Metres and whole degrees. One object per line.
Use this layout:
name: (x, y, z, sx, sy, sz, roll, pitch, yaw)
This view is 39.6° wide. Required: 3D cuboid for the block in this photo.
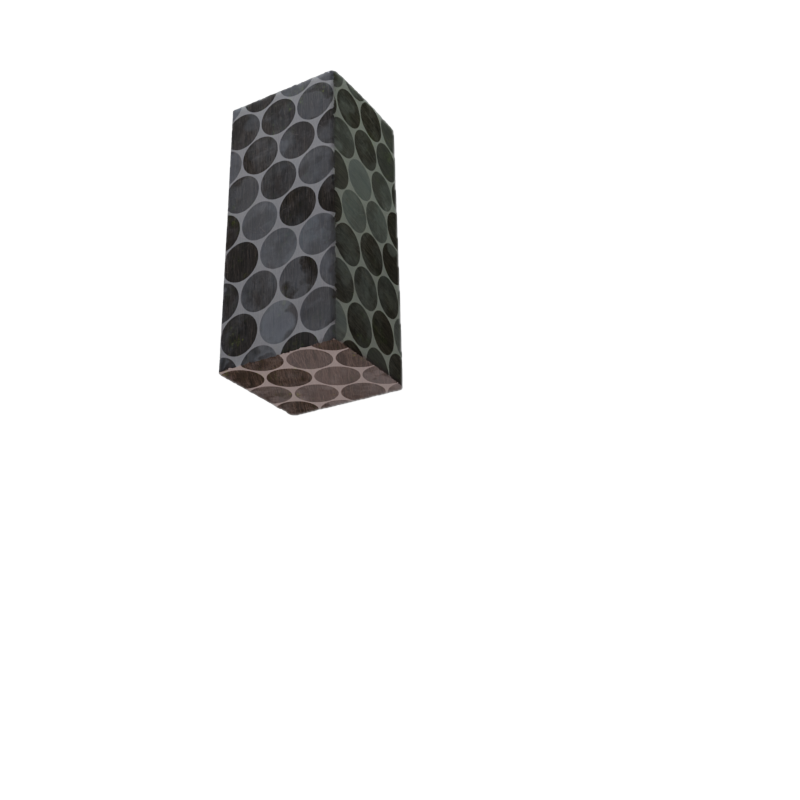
block: (-0.059, -0.108, 0.759, 0.092, 0.219, 0.084, -17, -32, 26)
